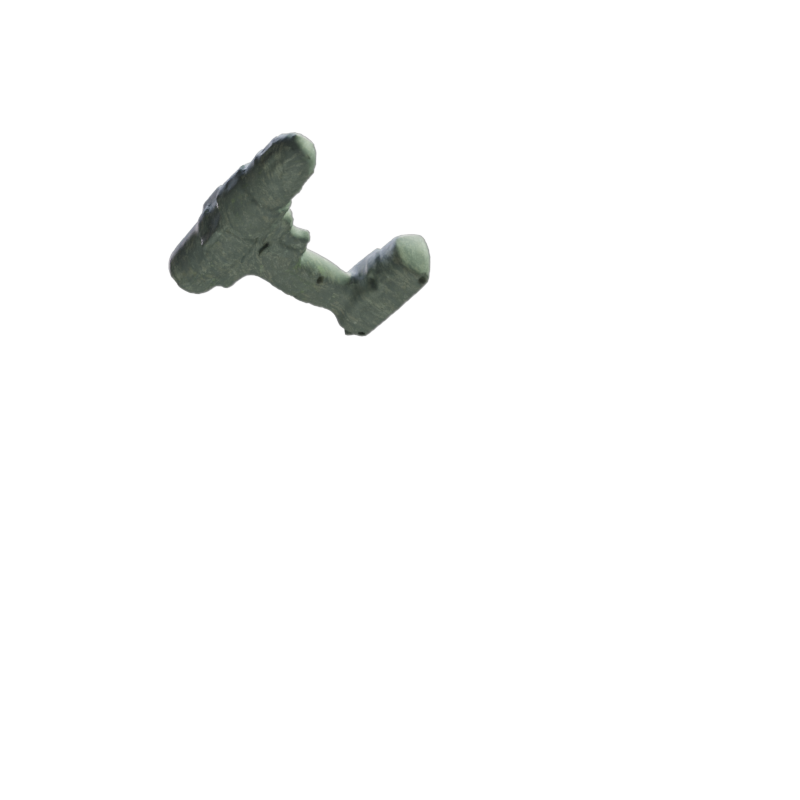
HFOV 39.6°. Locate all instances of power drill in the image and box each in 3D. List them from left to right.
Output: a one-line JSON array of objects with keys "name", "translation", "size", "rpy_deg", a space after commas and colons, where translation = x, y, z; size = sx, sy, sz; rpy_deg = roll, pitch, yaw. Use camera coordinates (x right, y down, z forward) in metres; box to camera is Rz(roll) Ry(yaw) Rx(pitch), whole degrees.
[{"name": "power drill", "translation": [-0.070, -0.128, 0.899], "size": [0.178, 0.061, 0.181], "rpy_deg": [22, -40, -28]}]
